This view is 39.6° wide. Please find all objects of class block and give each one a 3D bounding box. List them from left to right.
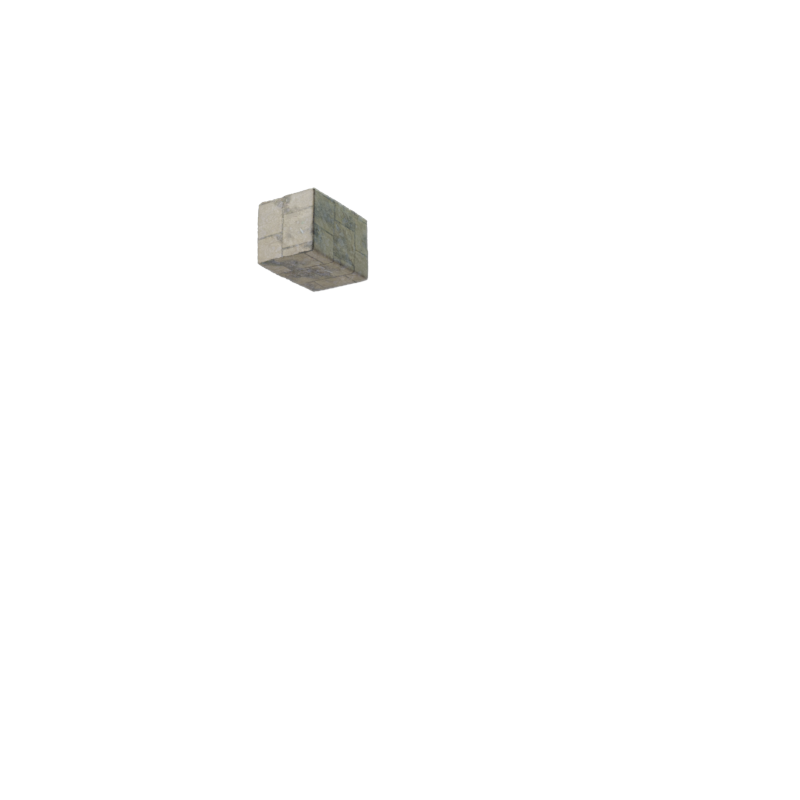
[{"bbox_3d":[-0.066,-0.121,0.845,0.054,0.054,0.073,-11,-20,30],"label":"block"}]
